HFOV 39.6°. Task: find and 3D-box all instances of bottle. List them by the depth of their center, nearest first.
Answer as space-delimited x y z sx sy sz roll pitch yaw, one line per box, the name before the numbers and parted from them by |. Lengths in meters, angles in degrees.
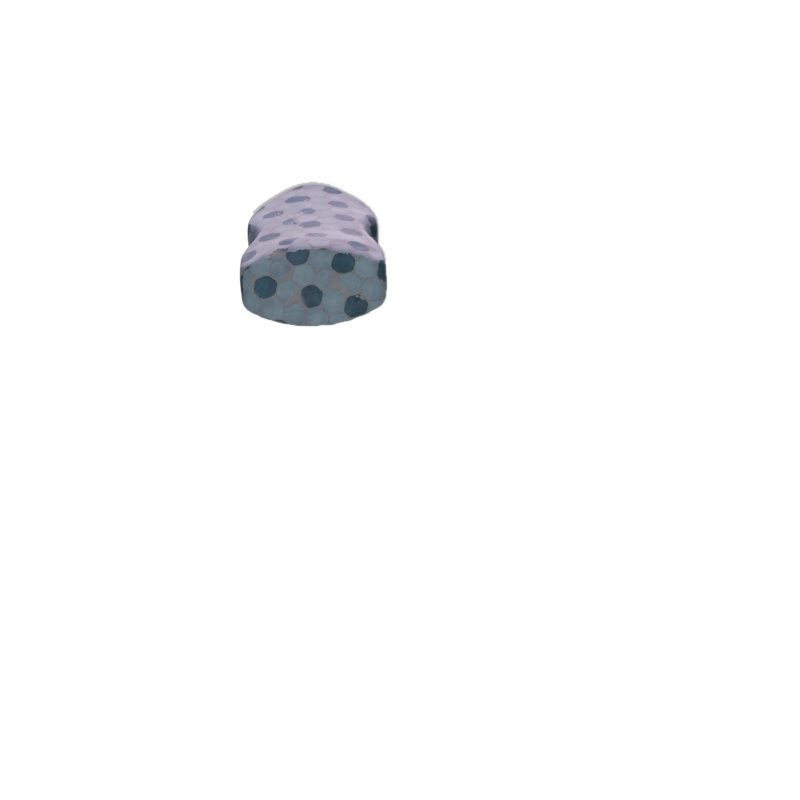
bottle | -0.063 -0.115 0.802 0.096 0.055 0.202 -5 25 -2
